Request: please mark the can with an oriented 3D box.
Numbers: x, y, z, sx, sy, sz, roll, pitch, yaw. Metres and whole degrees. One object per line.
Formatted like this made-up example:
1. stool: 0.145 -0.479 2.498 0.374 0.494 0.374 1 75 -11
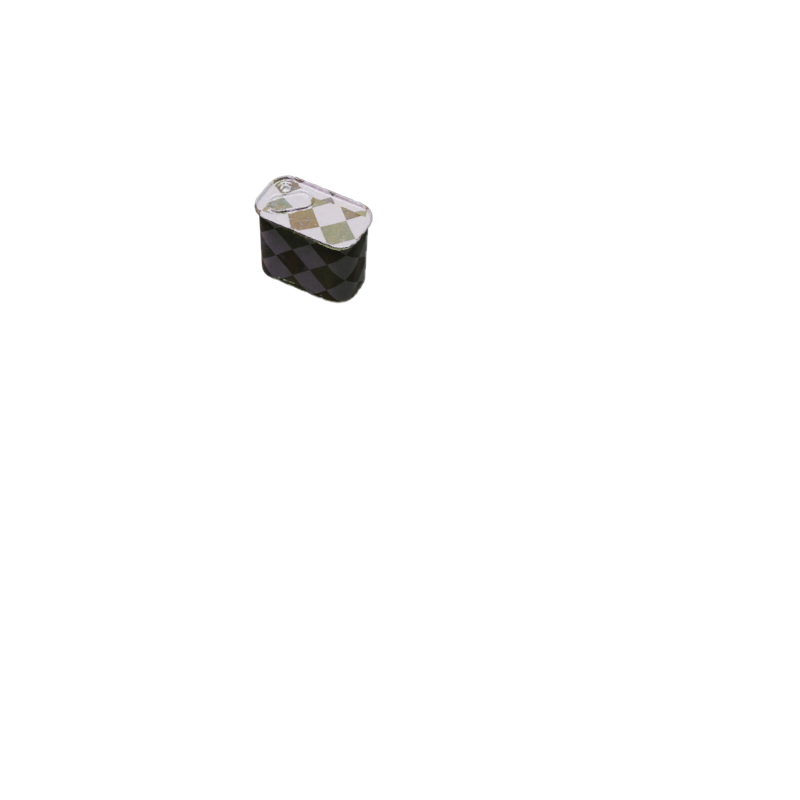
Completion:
1. can: -0.078 -0.142 0.992 0.106 0.059 0.078 24 -35 17
